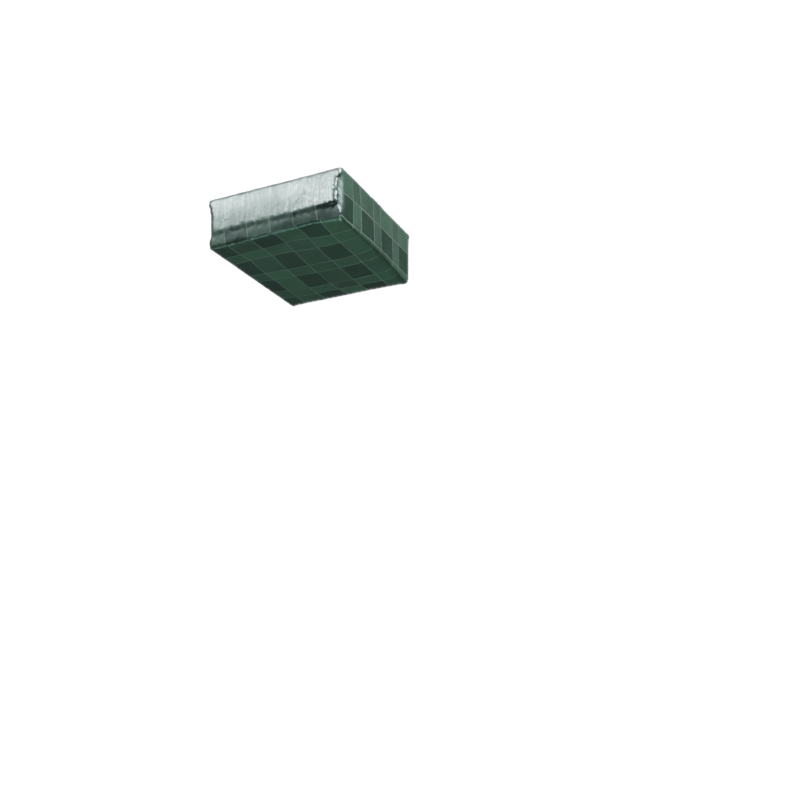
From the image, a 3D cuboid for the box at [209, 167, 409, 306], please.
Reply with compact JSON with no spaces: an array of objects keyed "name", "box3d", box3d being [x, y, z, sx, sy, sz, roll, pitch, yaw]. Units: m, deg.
[{"name":"box","box3d":[-0.054,-0.100,0.698,0.091,0.041,0.106,-9,-22,22]}]
